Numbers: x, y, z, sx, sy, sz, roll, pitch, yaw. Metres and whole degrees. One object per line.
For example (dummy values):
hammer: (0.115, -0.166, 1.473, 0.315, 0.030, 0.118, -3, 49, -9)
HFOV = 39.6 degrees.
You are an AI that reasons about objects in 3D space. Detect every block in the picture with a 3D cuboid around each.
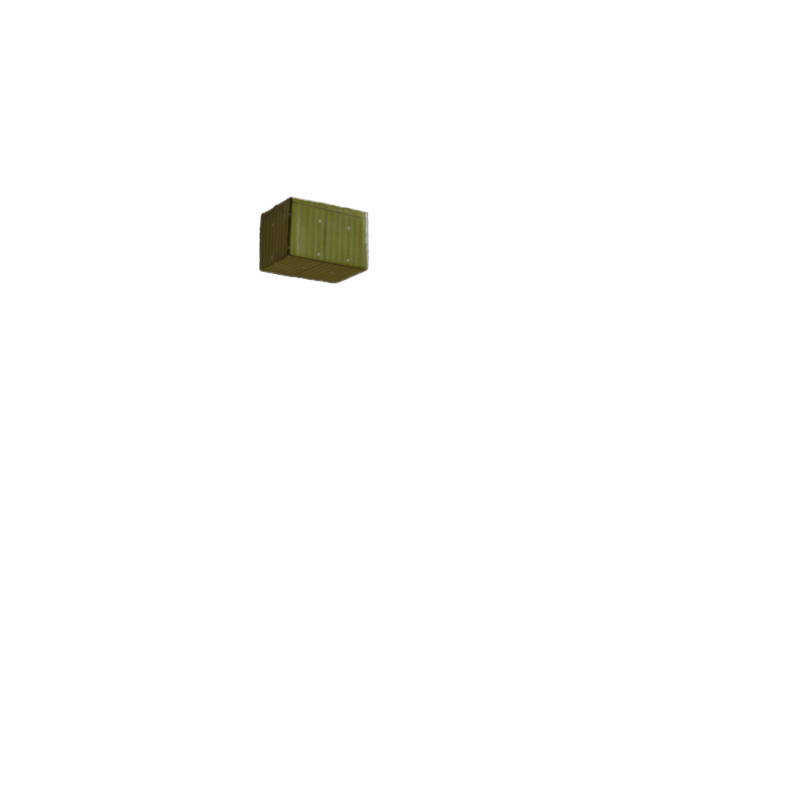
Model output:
block: (-0.072, -0.131, 0.916, 0.075, 0.053, 0.053, 7, -16, -32)
